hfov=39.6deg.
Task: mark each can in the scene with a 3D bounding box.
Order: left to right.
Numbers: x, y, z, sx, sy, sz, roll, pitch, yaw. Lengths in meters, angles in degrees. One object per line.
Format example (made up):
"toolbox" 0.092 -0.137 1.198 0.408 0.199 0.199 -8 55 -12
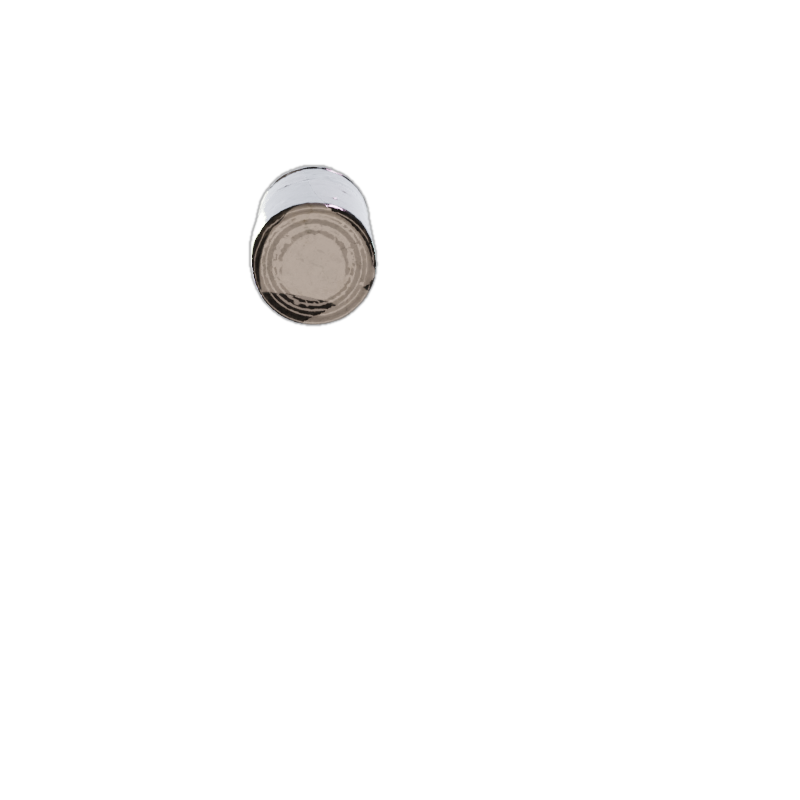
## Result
"can" -0.049 -0.089 0.623 0.068 0.066 0.107 0 20 -3
